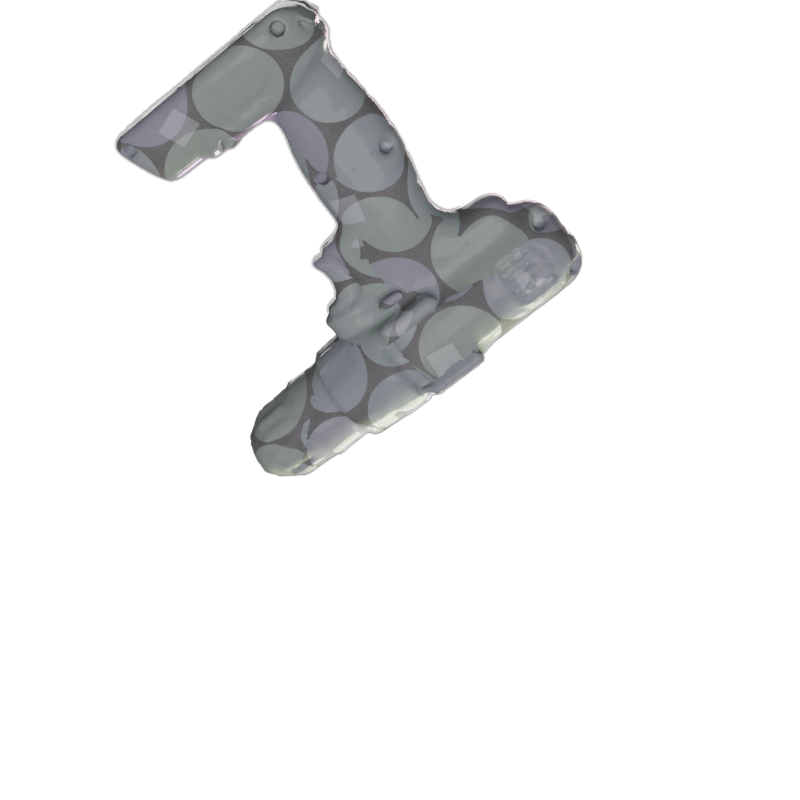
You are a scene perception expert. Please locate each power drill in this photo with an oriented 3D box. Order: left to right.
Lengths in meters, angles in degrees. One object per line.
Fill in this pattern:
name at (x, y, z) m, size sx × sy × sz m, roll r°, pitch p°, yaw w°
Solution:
power drill at (-0.040, -0.072, 0.508) m, size 0.183 × 0.181 × 0.060 m, roll -38°, pitch 15°, yaw 11°
